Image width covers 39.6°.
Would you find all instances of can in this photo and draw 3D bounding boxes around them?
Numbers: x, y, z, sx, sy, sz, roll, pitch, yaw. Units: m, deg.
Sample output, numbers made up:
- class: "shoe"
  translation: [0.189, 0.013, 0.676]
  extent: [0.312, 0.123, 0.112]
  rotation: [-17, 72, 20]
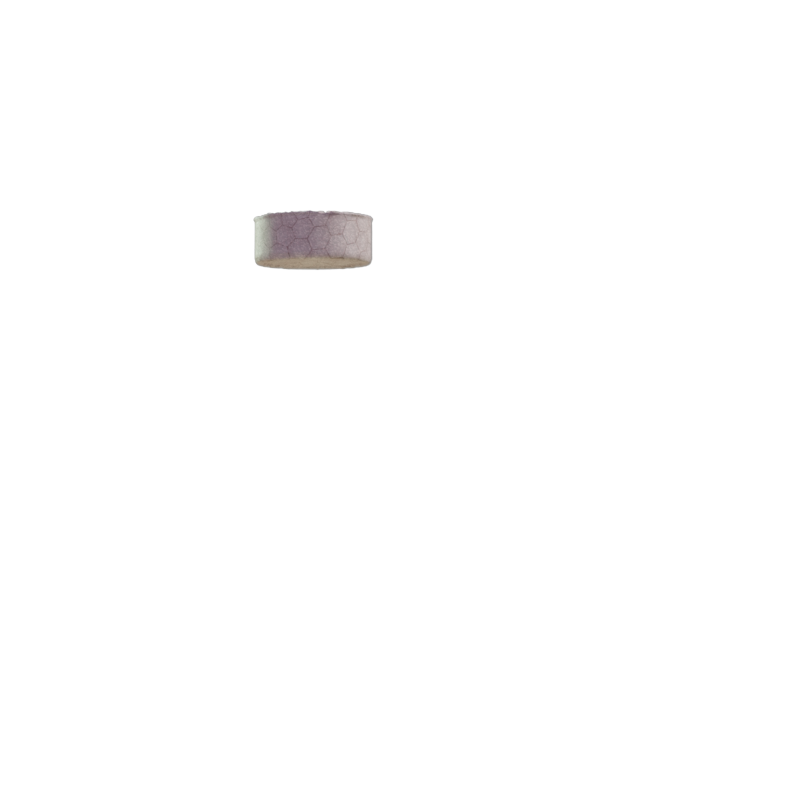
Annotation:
- class: "can"
  translation: [-0.062, -0.113, 0.794]
  extent: [0.086, 0.034, 0.085]
  rotation: [0, 0, -2]
